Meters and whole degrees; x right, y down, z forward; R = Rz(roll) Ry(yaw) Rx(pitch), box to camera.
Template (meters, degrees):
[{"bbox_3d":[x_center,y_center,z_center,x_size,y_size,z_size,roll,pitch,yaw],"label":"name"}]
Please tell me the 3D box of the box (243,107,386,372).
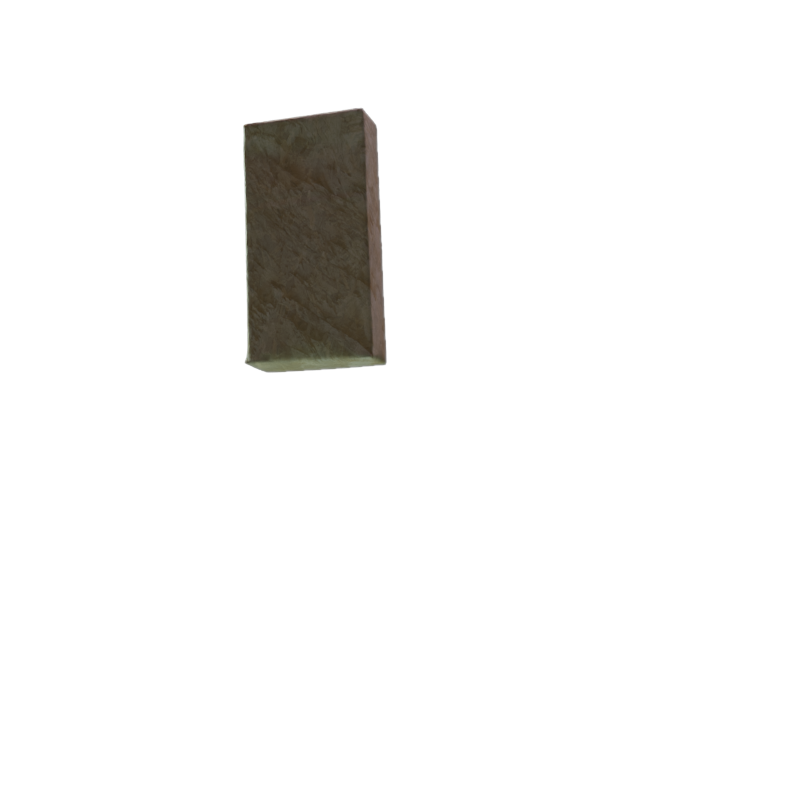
[{"bbox_3d":[-0.061,-0.111,0.779,0.095,0.183,0.045,-5,-15,17],"label":"box"}]
